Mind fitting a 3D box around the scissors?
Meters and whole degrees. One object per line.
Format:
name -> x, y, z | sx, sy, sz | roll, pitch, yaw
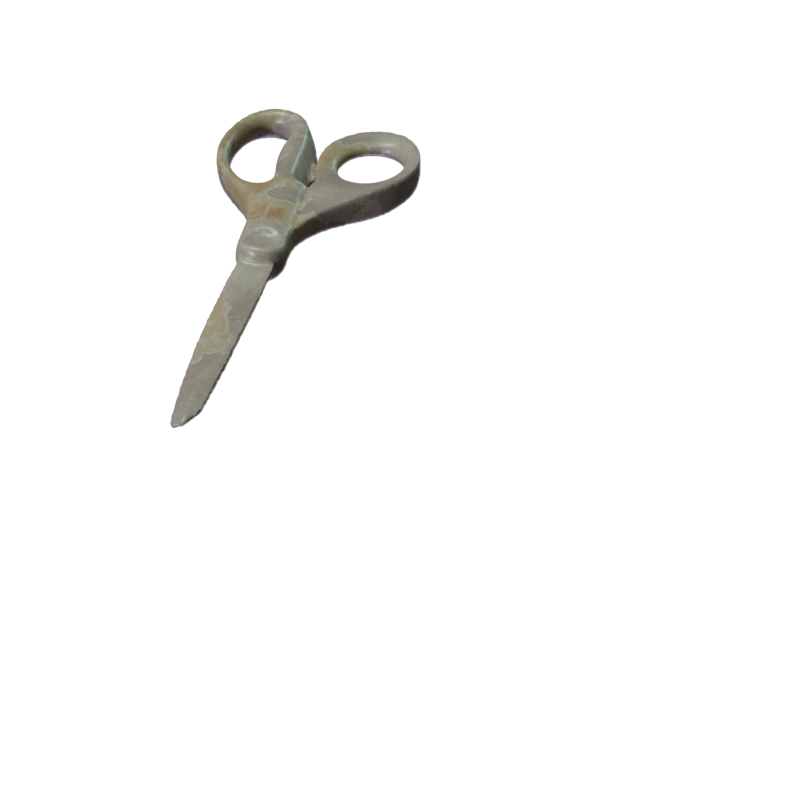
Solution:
scissors -> -0.033, -0.061, 0.424 | 0.096, 0.015, 0.217 | -3, 39, -4
